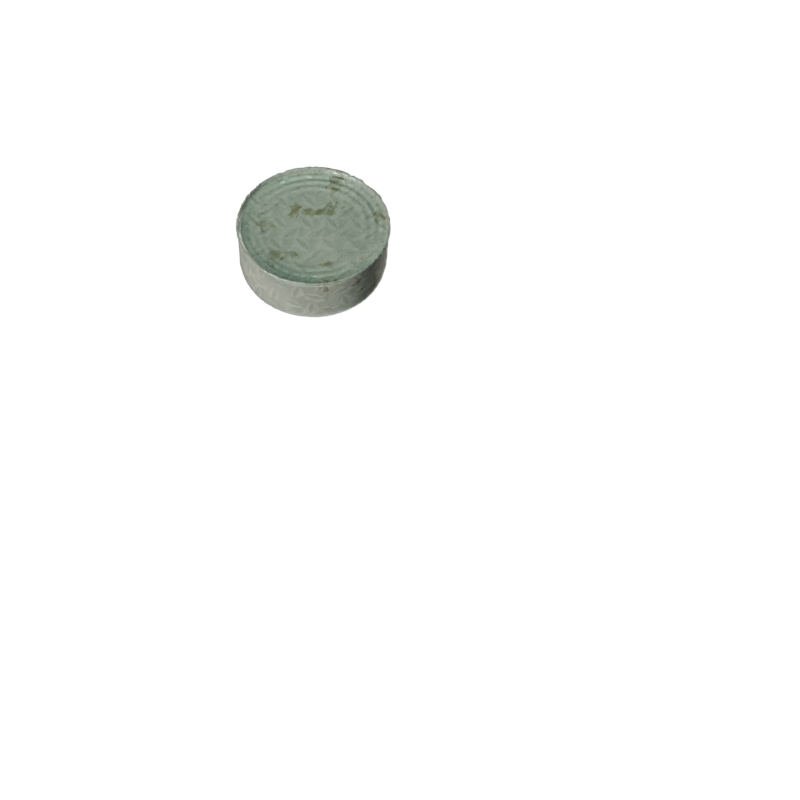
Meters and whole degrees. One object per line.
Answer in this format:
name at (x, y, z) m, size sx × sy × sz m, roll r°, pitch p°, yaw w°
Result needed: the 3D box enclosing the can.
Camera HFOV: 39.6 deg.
can at (-0.049, -0.089, 0.626) m, size 0.086 × 0.092 × 0.031 m, roll -1°, pitch -36°, yaw -1°
